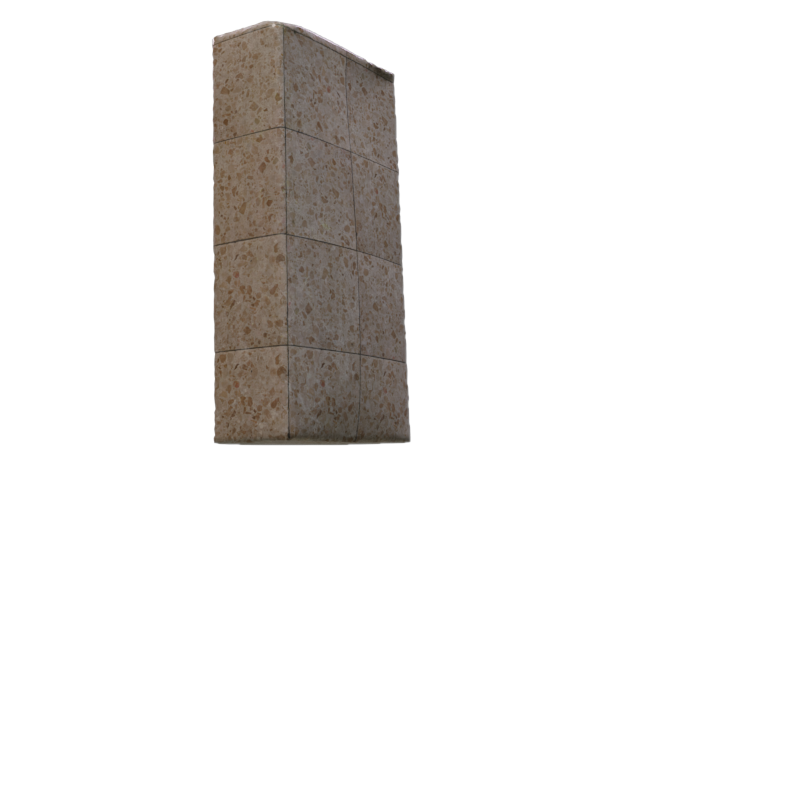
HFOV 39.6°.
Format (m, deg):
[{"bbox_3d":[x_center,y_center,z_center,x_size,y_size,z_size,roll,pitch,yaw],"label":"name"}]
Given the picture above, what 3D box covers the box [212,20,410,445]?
[{"bbox_3d":[-0.038,-0.070,0.488,0.049,0.180,0.089,-7,-11,34],"label":"box"}]
